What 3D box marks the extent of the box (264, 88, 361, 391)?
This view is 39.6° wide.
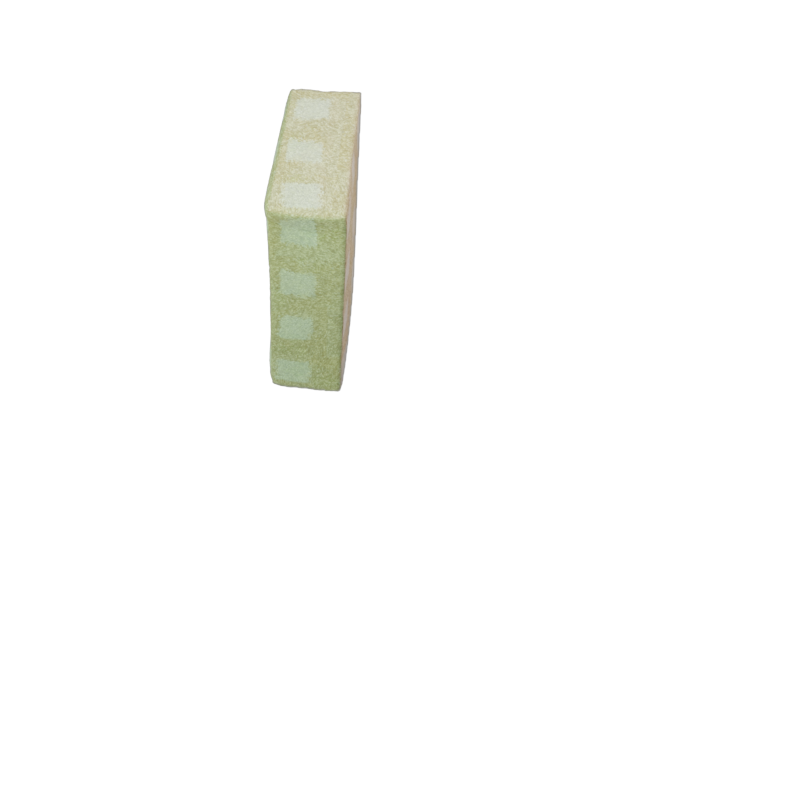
[{"bbox_3d":[-0.076,-0.139,0.971,0.072,0.175,0.199,4,-42,0],"label":"box"}]
